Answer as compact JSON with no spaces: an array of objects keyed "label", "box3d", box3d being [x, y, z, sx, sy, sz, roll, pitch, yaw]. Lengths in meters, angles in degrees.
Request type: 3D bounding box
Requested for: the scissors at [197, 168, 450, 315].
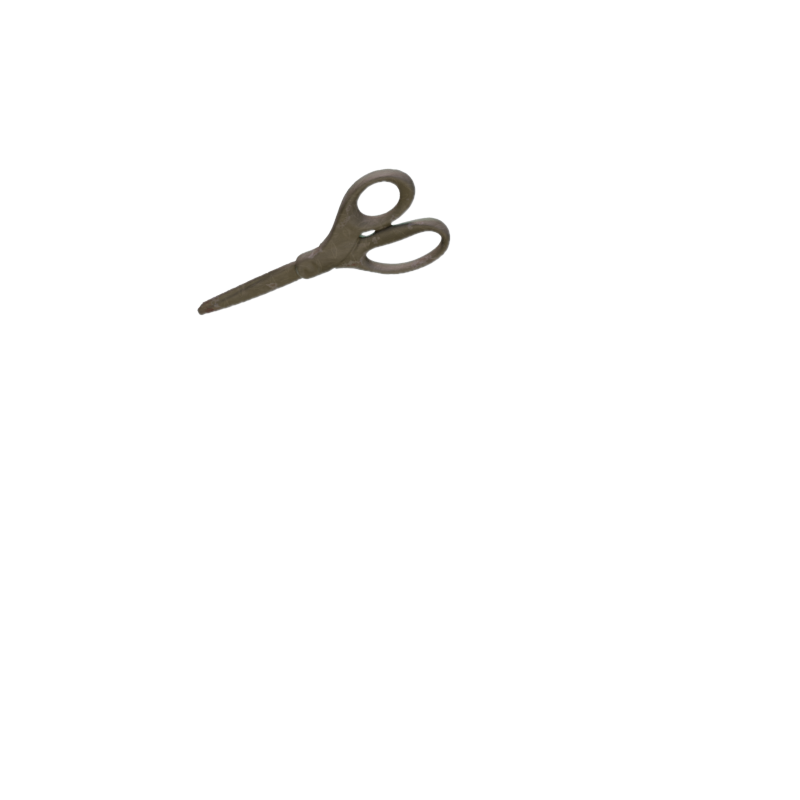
[{"label":"scissors","box3d":[-0.065,-0.118,0.829,0.203,0.090,0.017,-9,34,6]}]
